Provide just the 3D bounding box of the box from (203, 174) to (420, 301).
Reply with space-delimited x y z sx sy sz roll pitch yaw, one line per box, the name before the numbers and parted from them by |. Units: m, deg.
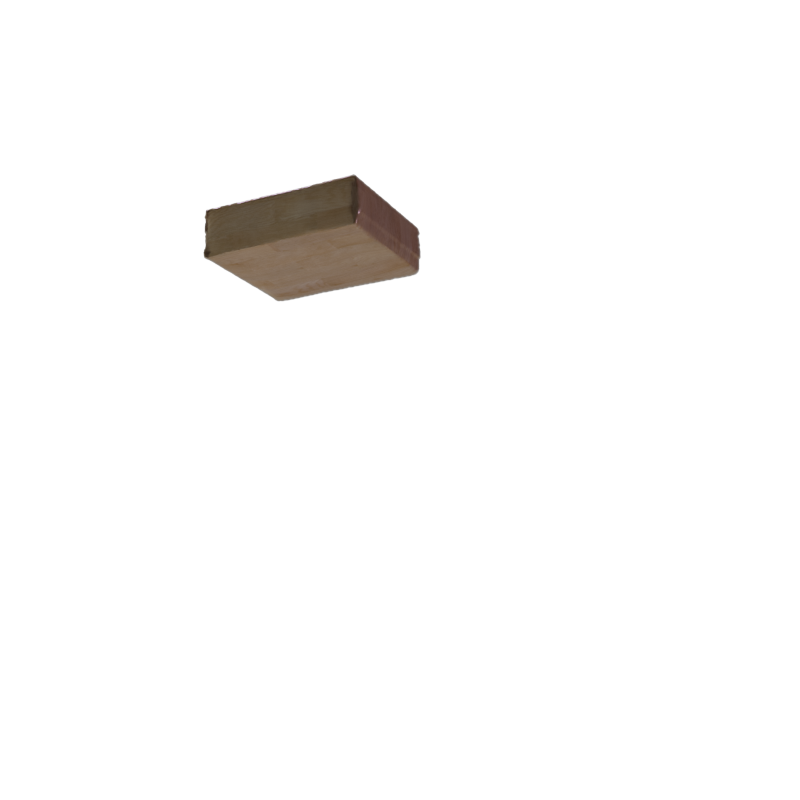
box | -0.056 -0.102 0.714 0.116 0.041 0.084 -10 -22 26
